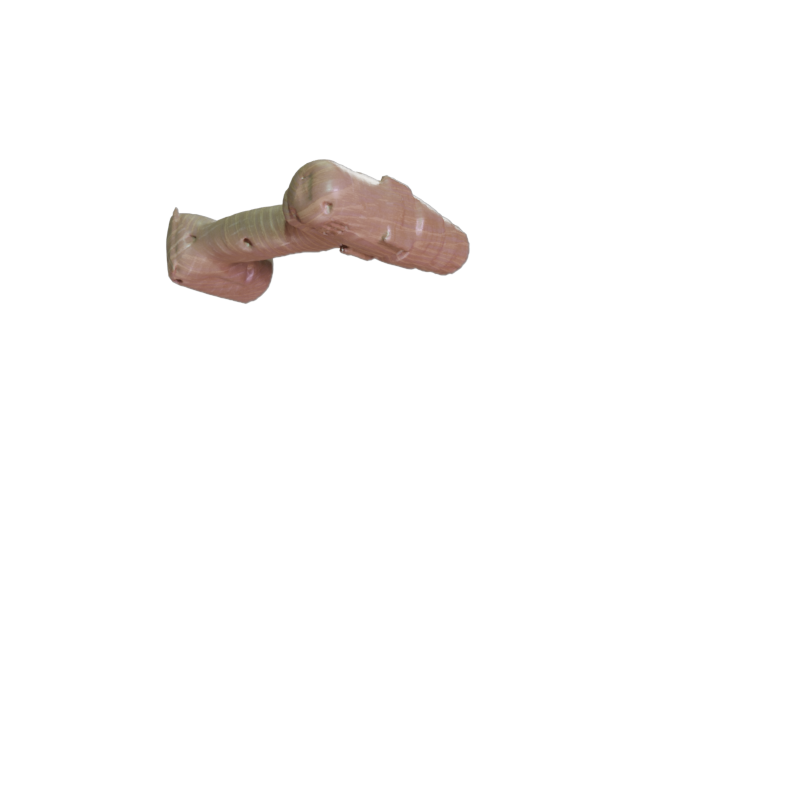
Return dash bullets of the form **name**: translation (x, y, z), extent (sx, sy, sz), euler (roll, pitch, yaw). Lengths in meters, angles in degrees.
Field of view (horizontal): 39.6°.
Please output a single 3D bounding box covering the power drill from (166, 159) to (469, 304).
- **power drill**: translation (-0.064, -0.117, 0.817), extent (0.191, 0.060, 0.173), euler (-10, -17, 35)
